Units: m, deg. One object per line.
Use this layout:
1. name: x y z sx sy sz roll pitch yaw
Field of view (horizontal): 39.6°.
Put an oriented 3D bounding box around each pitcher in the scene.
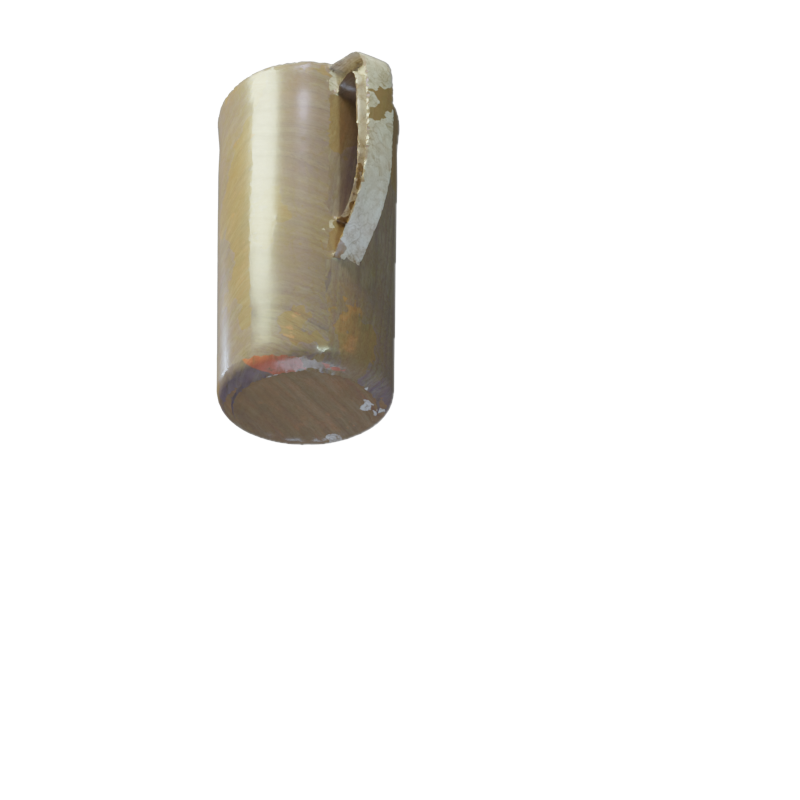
1. pitcher: -0.057 -0.105 0.733 0.146 0.260 0.138 -11 -36 12
